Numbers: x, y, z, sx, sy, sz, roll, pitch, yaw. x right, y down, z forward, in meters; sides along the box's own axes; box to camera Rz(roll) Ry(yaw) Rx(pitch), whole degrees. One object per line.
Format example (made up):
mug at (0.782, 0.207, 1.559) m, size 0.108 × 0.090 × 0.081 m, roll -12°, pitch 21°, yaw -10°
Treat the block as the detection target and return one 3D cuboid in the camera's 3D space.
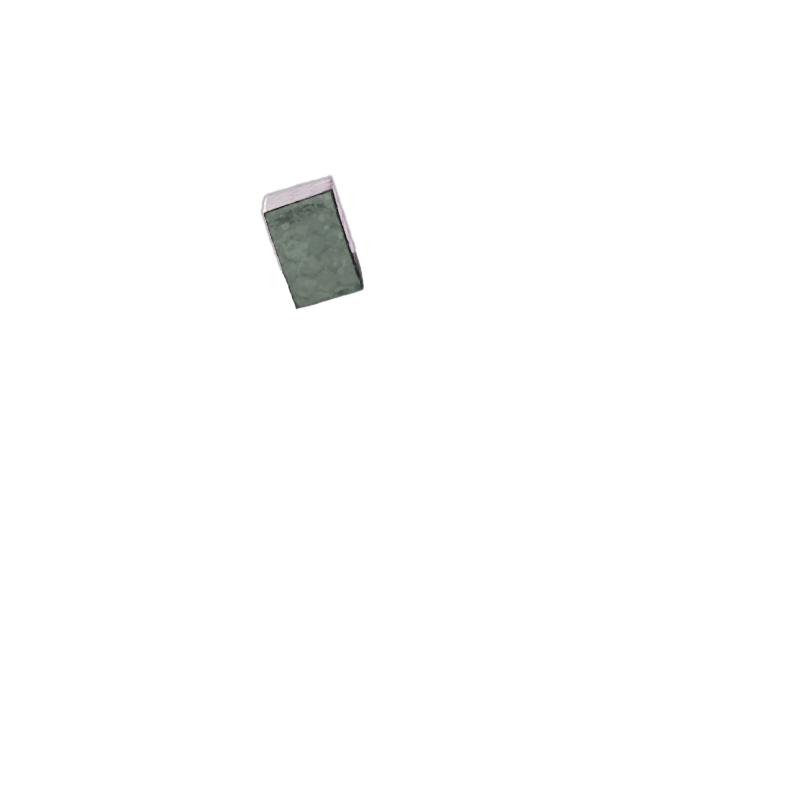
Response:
block at (-0.062, -0.113, 0.794) m, size 0.053 × 0.075 × 0.053 m, roll -16°, pitch 19°, yaw 4°
